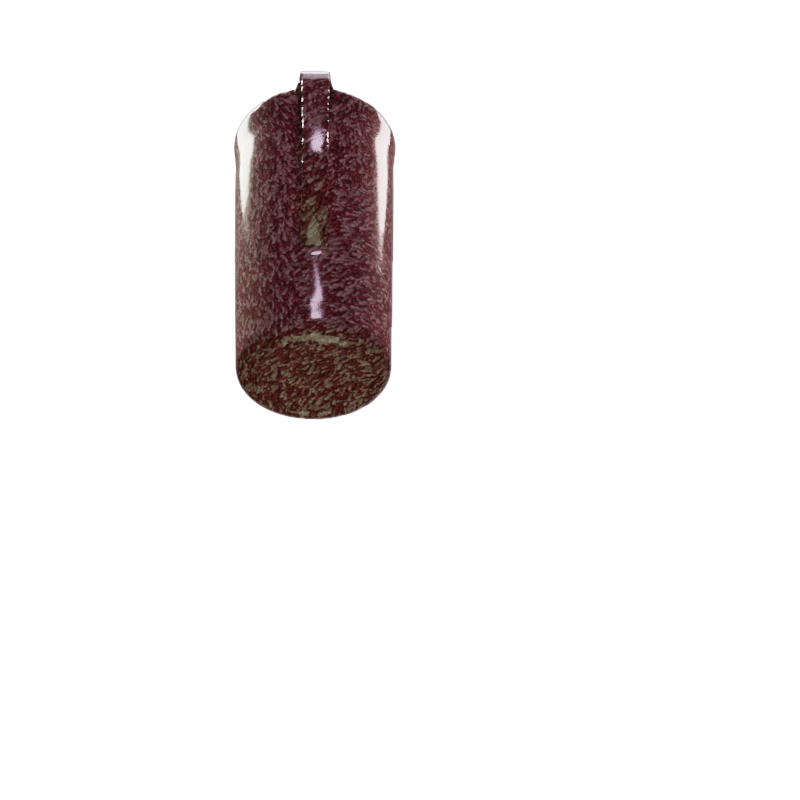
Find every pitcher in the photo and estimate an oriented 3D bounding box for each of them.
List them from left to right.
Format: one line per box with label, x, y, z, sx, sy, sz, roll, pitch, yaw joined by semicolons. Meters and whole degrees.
pitcher;-0.065;-0.119;0.833;0.144;0.261;0.139;-31;-47;30
